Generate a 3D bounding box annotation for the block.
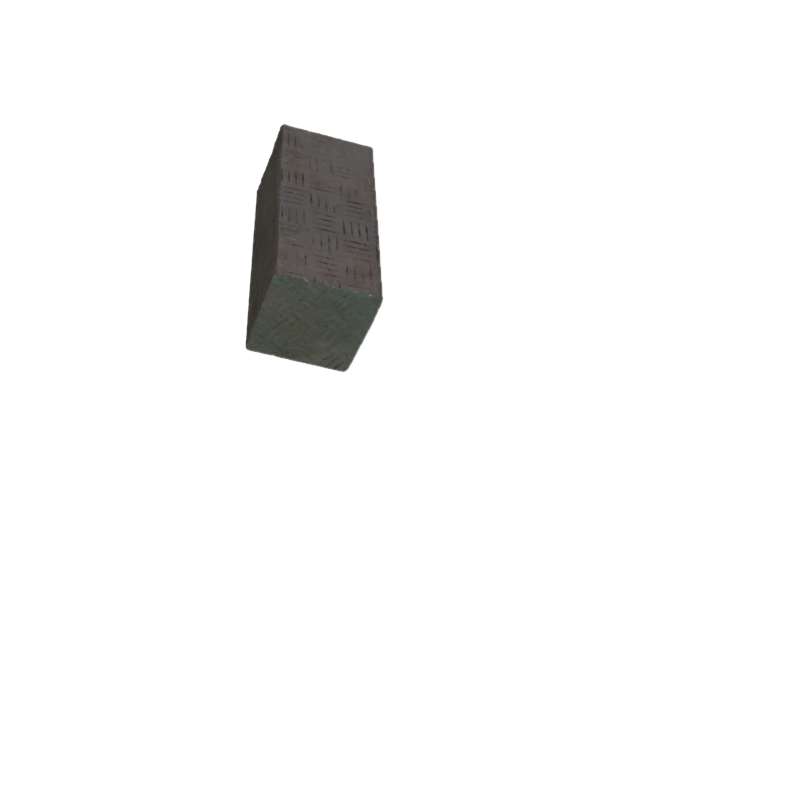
[{"bbox_3d":[-0.075,-0.136,0.955,0.088,0.221,0.086,13,-48,-15],"label":"block"}]
